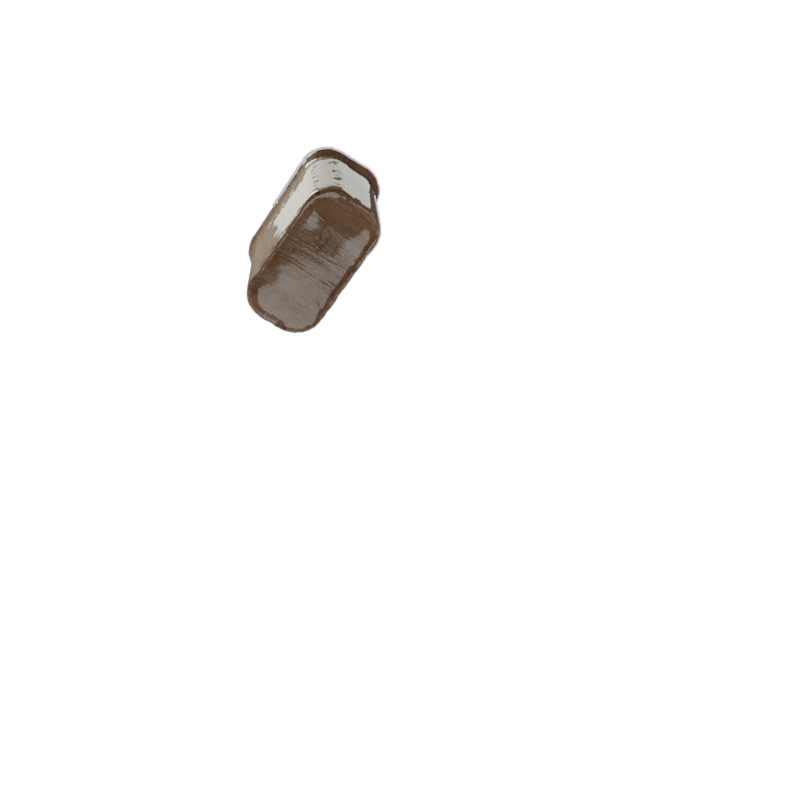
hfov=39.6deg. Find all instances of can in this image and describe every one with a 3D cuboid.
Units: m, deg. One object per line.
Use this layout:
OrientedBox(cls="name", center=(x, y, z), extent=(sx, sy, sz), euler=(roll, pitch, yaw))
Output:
OrientedBox(cls="can", center=(-0.056, -0.102, 0.713), extent=(0.056, 0.100, 0.088), euler=(31, 19, -16))
